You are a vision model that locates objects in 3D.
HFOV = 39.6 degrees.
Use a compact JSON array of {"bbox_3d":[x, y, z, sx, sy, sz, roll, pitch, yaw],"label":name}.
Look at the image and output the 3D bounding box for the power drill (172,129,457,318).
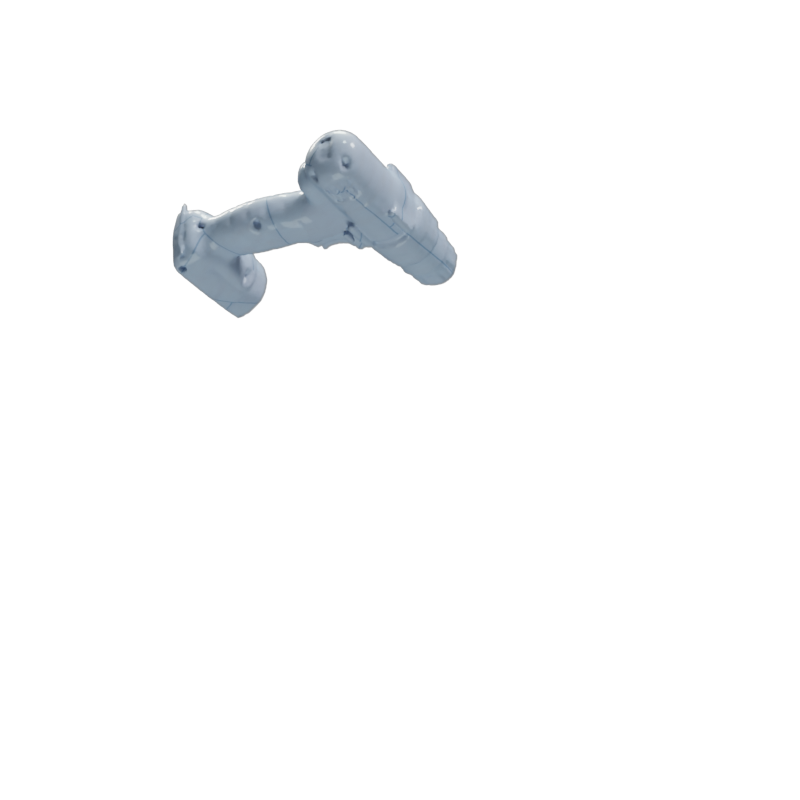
[{"bbox_3d":[-0.068,-0.124,0.866,0.189,0.061,0.171,-17,-36,25],"label":"power drill"}]
